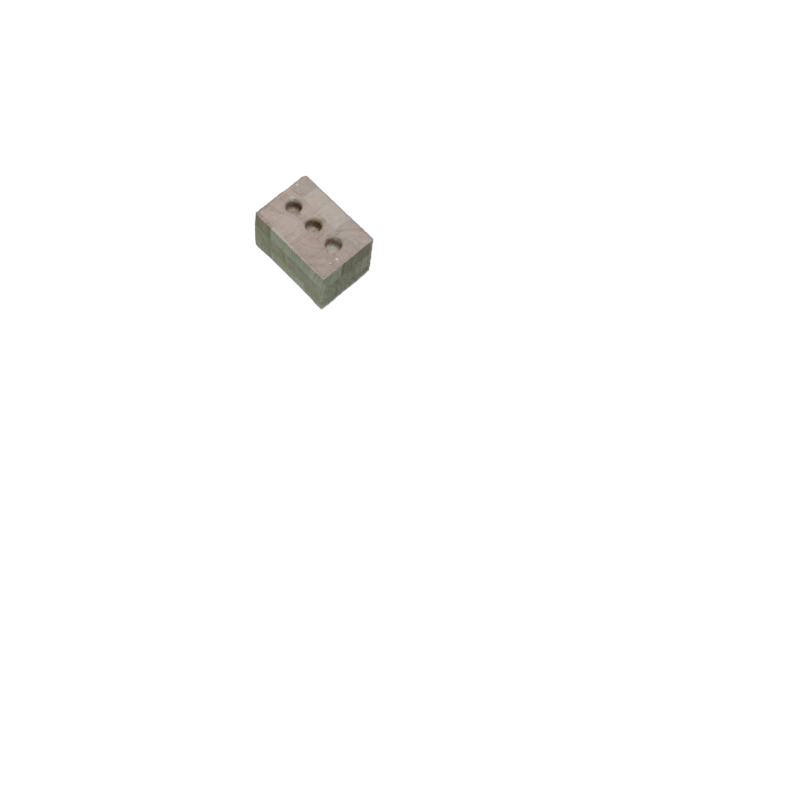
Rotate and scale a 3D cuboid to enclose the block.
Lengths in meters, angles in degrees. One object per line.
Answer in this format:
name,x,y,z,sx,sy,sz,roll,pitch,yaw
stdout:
block,-0.065,-0.119,0.833,0.053,0.082,0.048,-40,-20,-19
